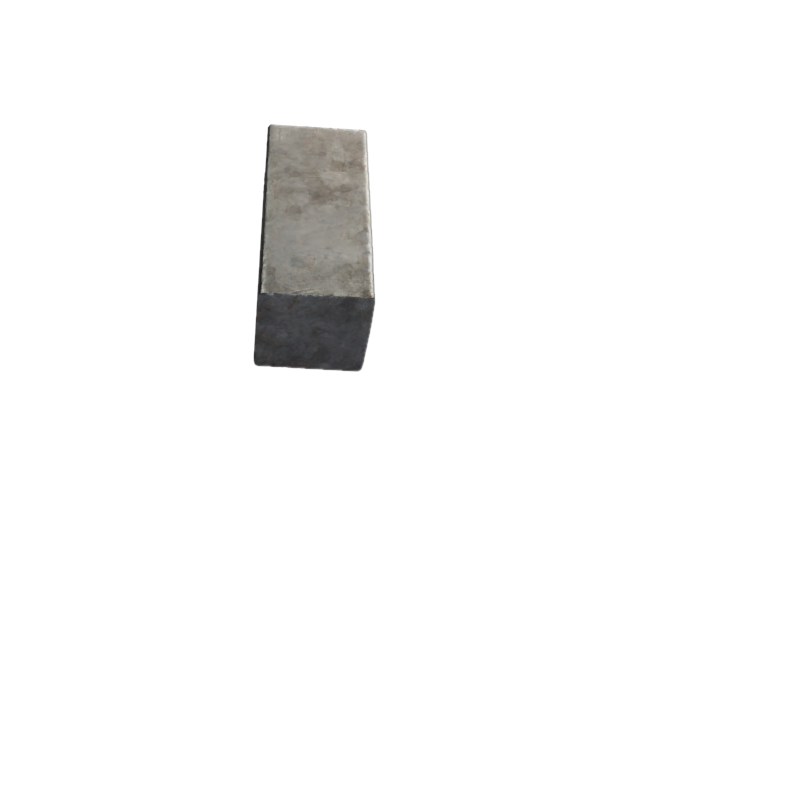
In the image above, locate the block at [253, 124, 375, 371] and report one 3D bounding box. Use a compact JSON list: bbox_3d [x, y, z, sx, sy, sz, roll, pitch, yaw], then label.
[{"bbox_3d":[-0.073,-0.134,0.939,0.090,0.221,0.084,2,-42,-7],"label":"block"}]
